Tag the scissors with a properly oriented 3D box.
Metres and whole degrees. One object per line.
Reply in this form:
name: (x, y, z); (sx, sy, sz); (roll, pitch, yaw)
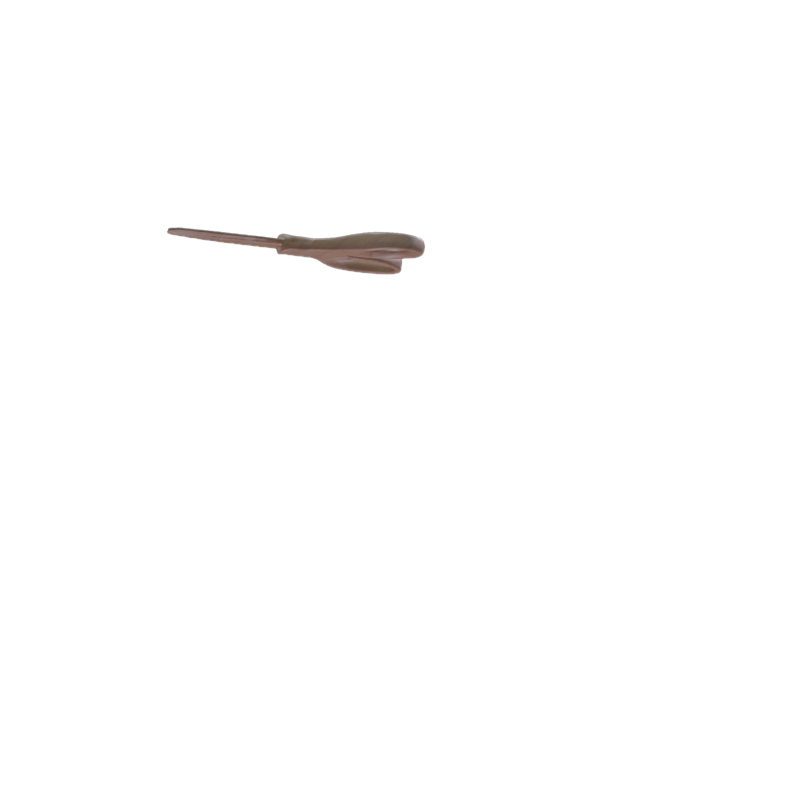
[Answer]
scissors: (-0.066, -0.120, 0.838); (0.192, 0.016, 0.098); (6, -10, -41)
